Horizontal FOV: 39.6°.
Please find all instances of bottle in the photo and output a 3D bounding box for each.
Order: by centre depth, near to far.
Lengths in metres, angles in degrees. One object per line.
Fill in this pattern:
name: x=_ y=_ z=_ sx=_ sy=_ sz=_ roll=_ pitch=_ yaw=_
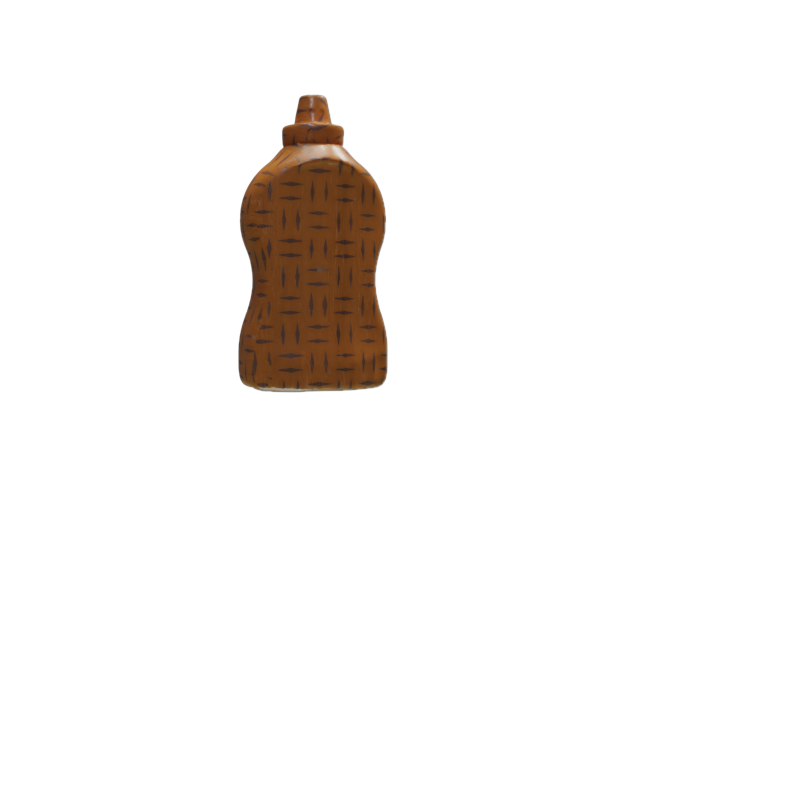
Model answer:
bottle: x=-0.057 y=-0.104 z=0.726 sx=0.094 sy=0.192 sz=0.059 roll=0 pitch=-1 yaw=-18
